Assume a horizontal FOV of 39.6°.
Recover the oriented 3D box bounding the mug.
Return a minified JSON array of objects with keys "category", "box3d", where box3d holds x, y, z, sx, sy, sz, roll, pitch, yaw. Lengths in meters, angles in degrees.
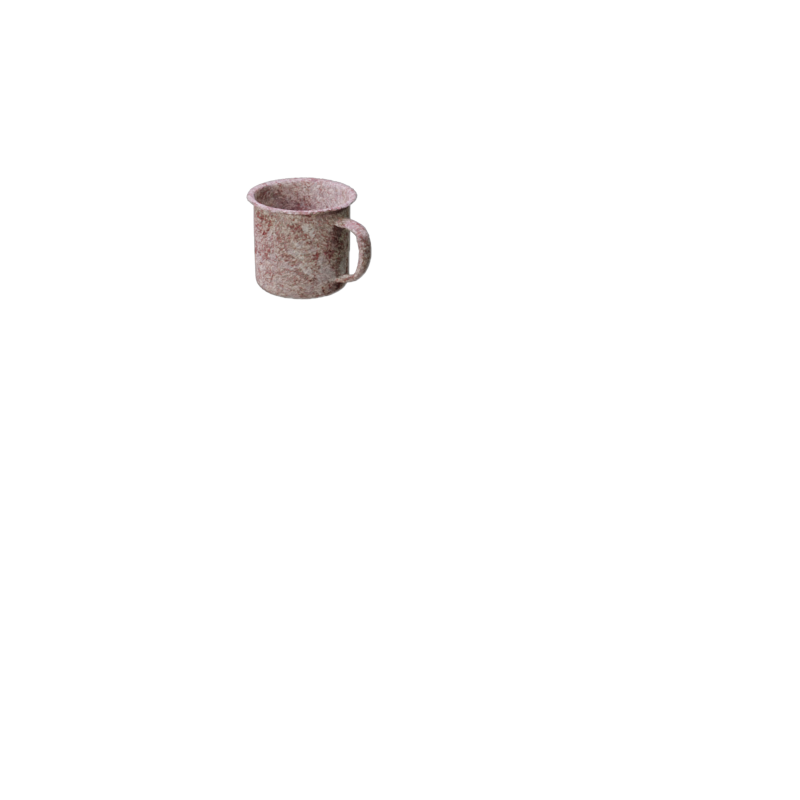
[{"category":"mug","box3d":[-0.073,-0.134,0.938,0.123,0.077,0.093,17,30,31]}]
